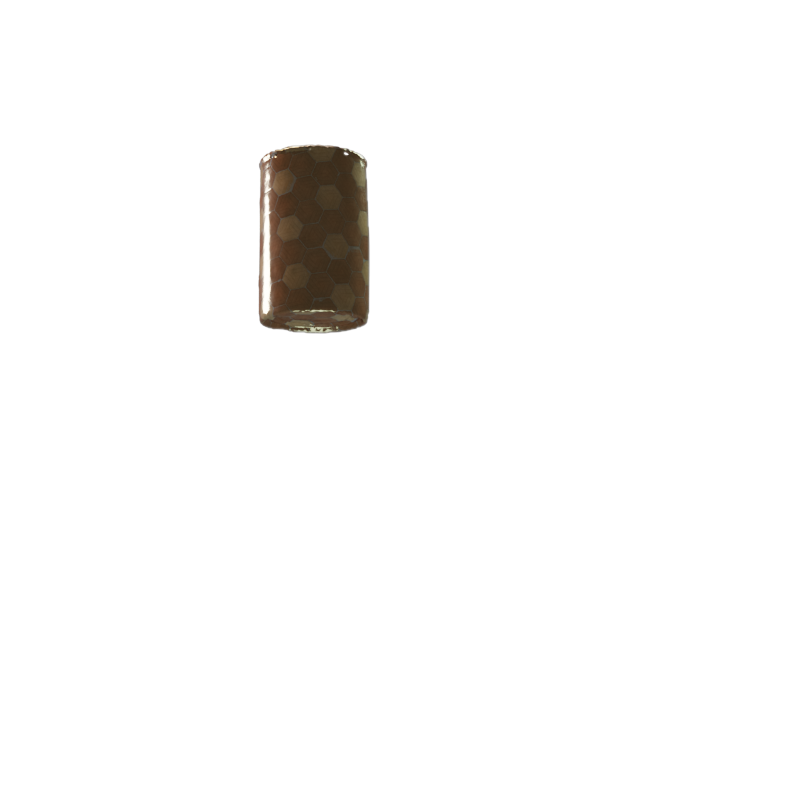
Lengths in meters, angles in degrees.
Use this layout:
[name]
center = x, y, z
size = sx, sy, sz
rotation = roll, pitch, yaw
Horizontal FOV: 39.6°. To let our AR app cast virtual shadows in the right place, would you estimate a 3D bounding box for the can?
[can]
center = -0.053, -0.097, 0.680
size = 0.068, 0.106, 0.066
rotation = 0, -14, -2
